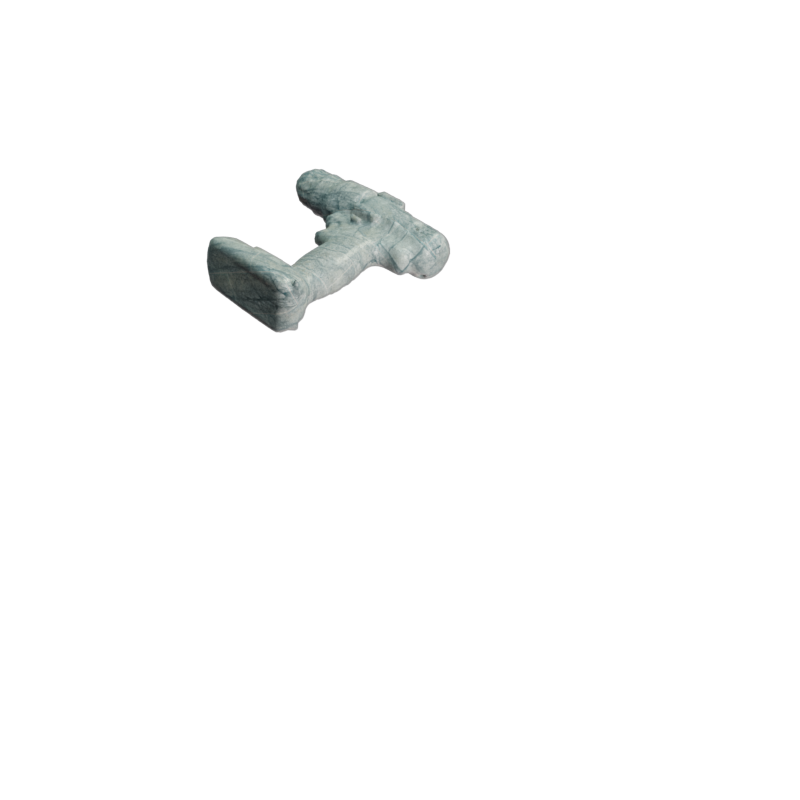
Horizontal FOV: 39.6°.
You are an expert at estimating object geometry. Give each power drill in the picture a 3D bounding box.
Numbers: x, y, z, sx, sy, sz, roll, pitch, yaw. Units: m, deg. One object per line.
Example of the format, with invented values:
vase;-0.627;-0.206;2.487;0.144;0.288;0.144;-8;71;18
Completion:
power drill;-0.078;-0.142;0.993;0.187;0.054;0.197;-30;46;-34
